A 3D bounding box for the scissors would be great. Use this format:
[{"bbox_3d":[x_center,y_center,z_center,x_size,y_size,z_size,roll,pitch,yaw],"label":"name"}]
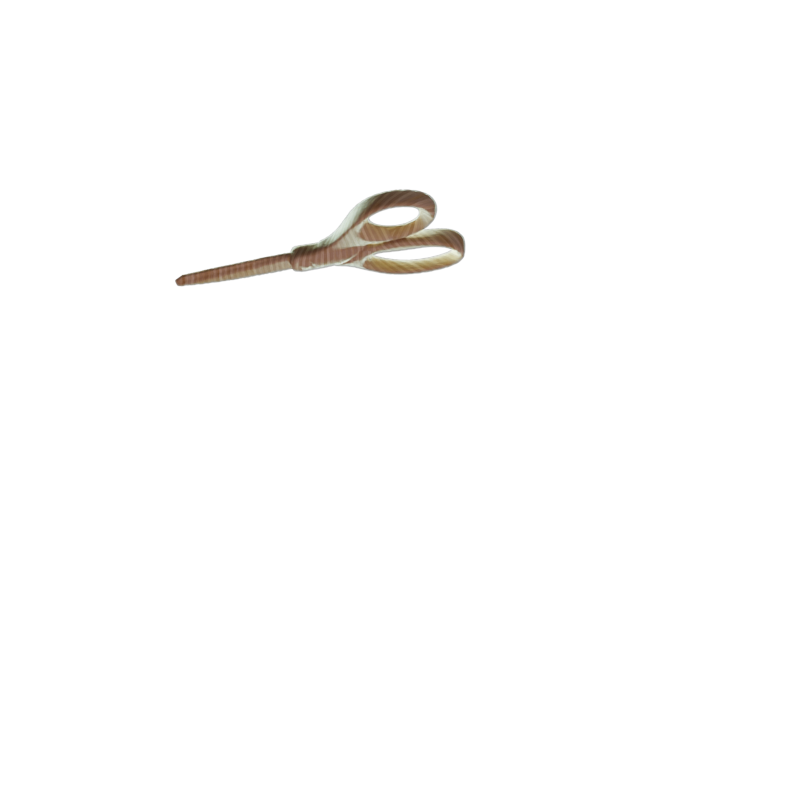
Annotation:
[{"bbox_3d":[-0.058,-0.105,0.736,0.202,0.017,0.090,-2,-28,3],"label":"scissors"}]
